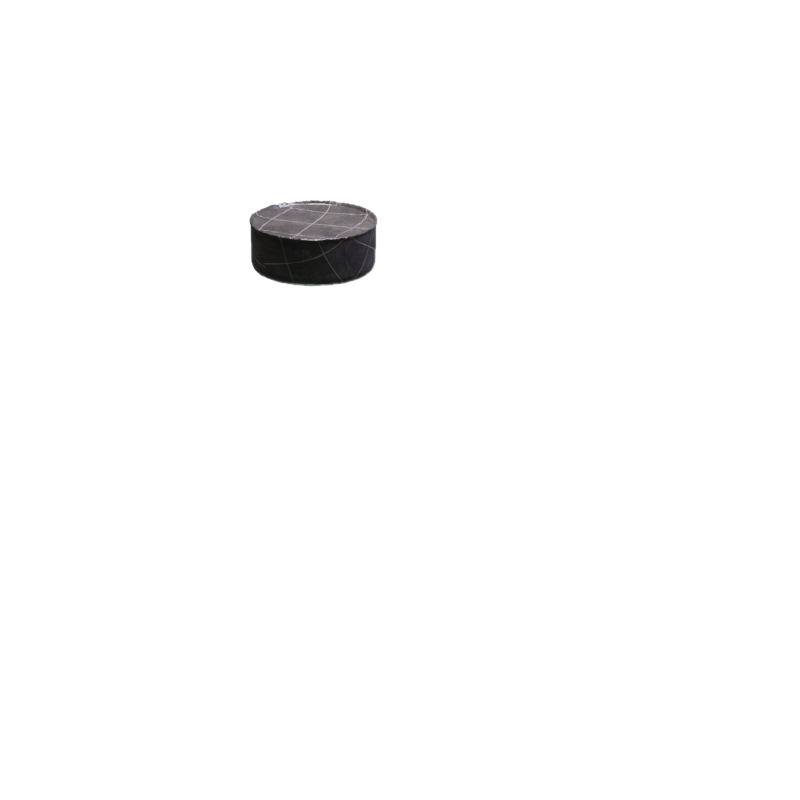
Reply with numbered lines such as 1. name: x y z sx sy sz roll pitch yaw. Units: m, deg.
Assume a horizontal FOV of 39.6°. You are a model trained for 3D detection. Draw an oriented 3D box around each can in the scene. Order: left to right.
1. can: -0.059 -0.107 0.748 0.086 0.032 0.090 -1 25 -2
